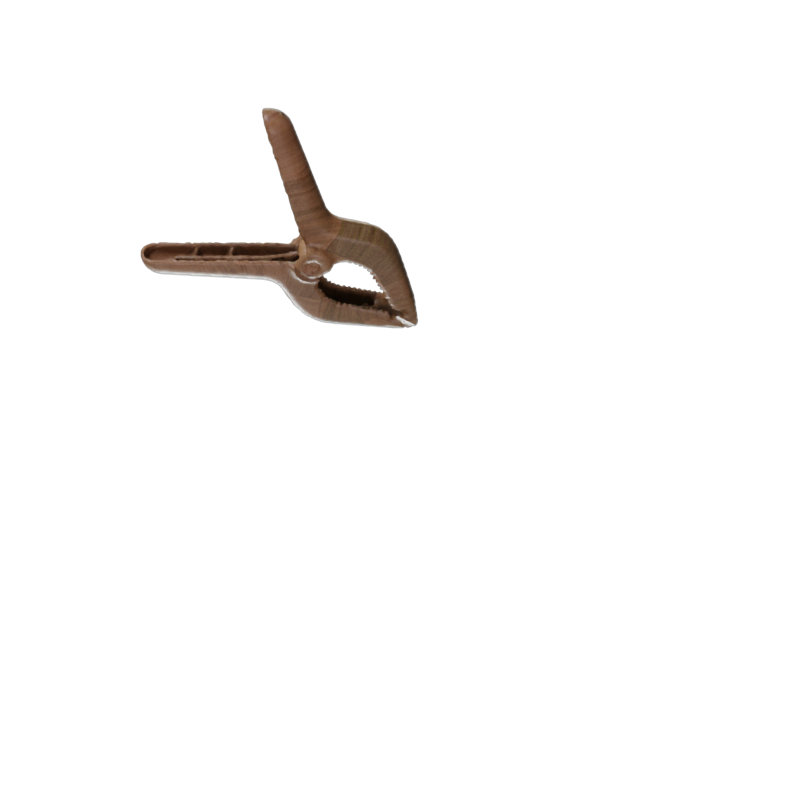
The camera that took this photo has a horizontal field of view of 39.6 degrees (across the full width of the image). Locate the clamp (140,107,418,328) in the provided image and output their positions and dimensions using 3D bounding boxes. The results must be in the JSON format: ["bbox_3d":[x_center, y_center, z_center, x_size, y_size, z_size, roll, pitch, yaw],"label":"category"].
[{"bbox_3d":[-0.064,-0.117,0.818,0.201,0.039,0.160,25,-53,-21],"label":"clamp"}]
